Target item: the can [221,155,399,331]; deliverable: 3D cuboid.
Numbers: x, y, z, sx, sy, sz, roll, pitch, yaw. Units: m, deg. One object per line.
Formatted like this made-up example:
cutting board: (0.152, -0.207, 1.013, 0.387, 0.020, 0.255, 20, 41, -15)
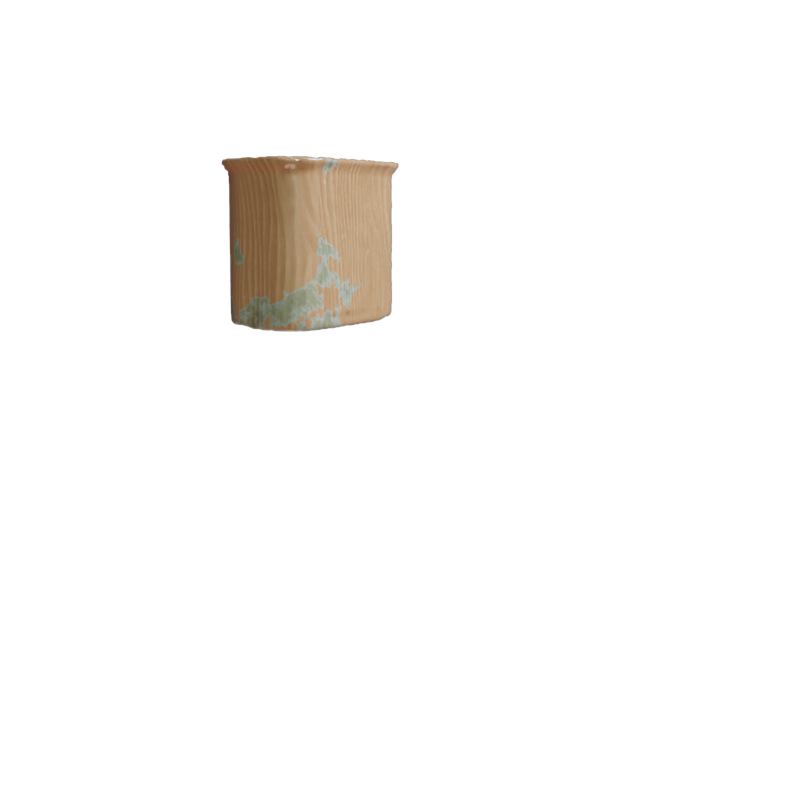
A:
can: (-0.045, -0.082, 0.571, 0.060, 0.083, 0.099, 3, 6, 32)
